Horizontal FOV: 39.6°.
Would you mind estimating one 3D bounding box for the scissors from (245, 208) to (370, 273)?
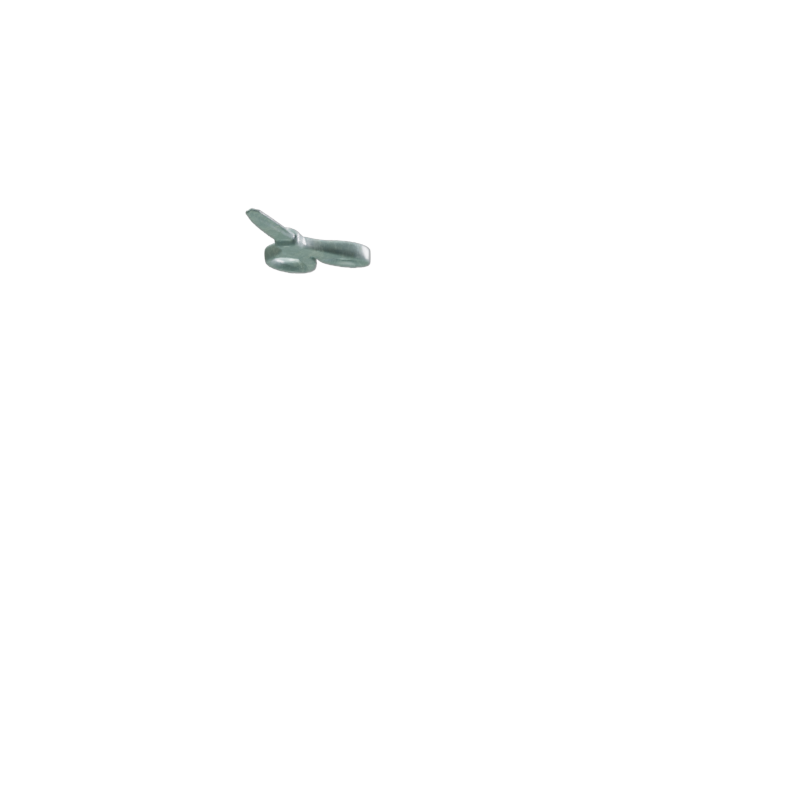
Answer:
[{"bbox_3d":[-0.066,-0.121,0.847,0.096,0.016,0.199,0,-4,-5],"label":"scissors"}]
